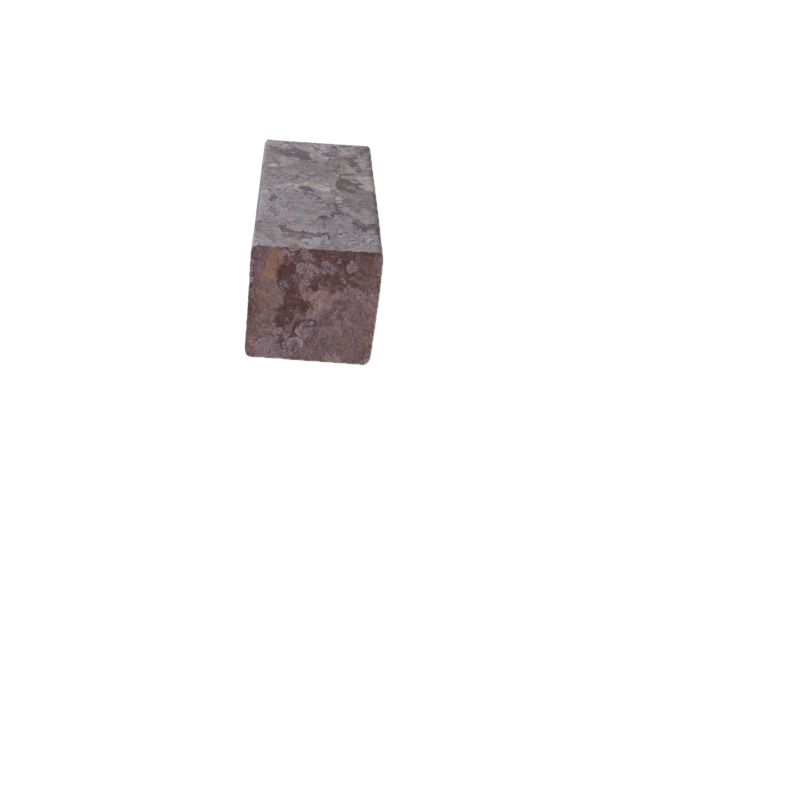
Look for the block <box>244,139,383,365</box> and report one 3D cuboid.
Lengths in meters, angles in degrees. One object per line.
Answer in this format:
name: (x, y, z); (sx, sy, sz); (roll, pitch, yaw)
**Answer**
block: (-0.066, -0.121, 0.849); (0.090, 0.085, 0.219); (3, 31, -6)
